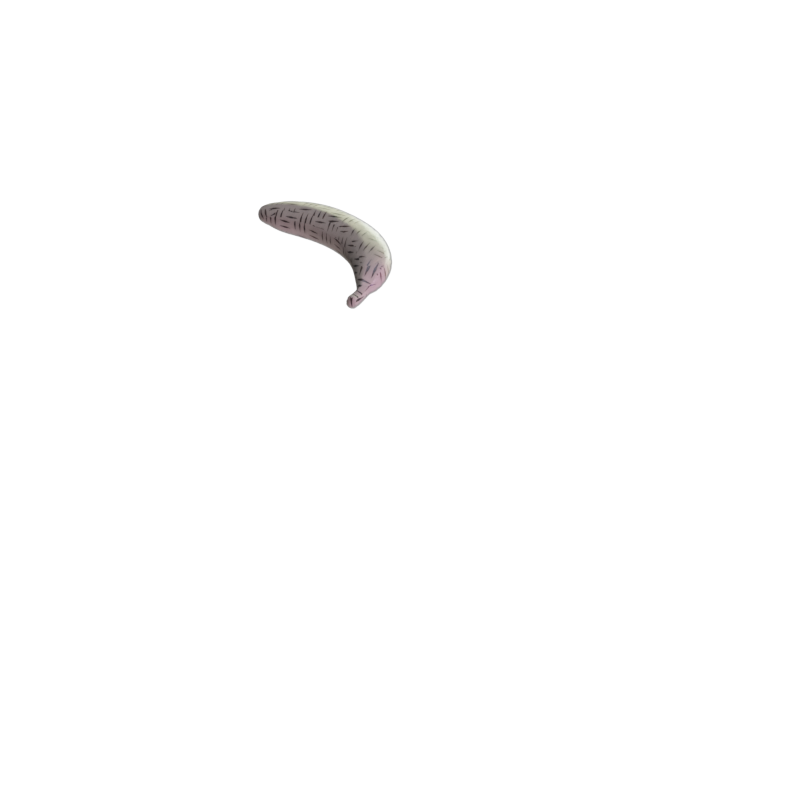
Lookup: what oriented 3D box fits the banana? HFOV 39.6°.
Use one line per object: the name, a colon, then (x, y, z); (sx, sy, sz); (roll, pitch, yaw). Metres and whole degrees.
banana: (-0.060, -0.145, 1.000); (0.068, 0.035, 0.213); (-14, 34, -24)
